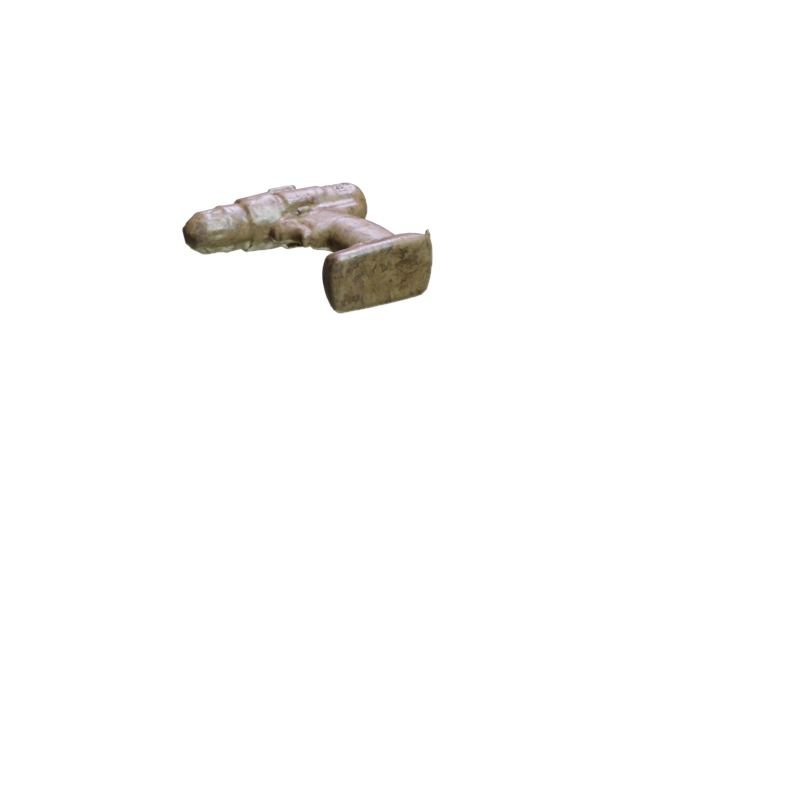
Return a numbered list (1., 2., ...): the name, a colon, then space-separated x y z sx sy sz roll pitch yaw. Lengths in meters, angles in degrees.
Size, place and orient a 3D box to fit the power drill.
1. power drill: -0.076 -0.139 0.974 0.181 0.054 0.202 -17 34 -28
